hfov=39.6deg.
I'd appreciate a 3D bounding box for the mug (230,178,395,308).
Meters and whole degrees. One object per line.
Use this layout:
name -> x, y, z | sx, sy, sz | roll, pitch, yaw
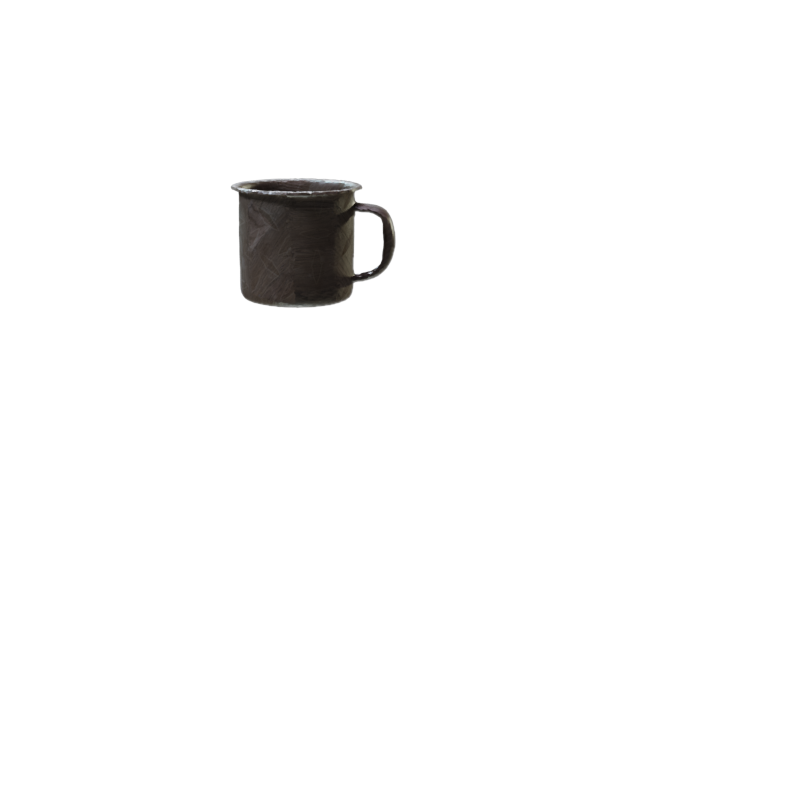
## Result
mug -> -0.062, -0.113, 0.788 | 0.118, 0.079, 0.095 | 2, 14, 5
